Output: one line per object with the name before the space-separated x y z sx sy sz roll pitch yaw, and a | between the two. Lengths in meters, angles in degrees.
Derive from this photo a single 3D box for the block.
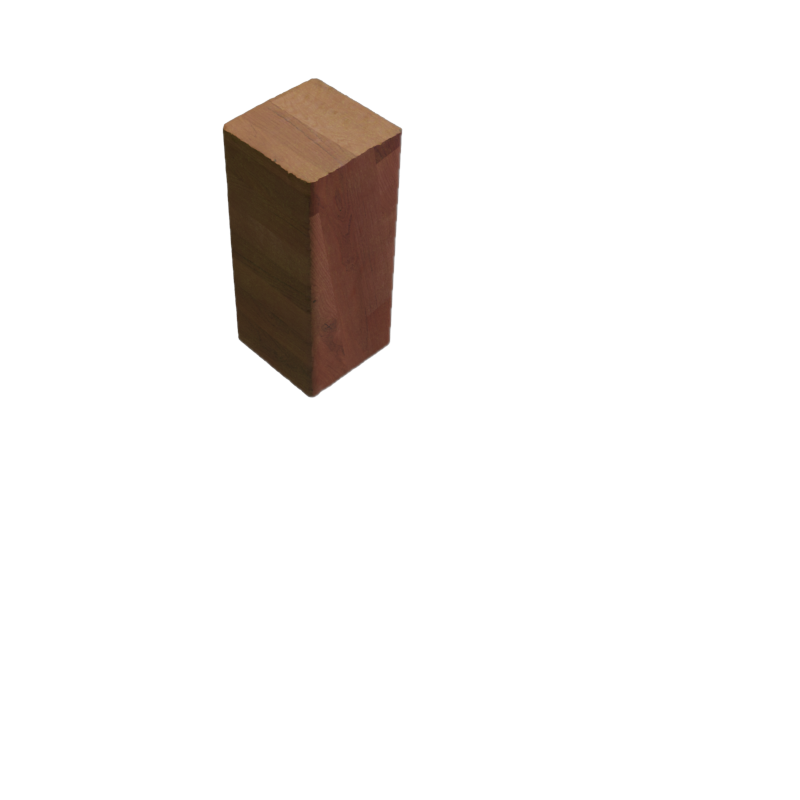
block | -0.064 -0.115 0.809 0.091 0.192 0.097 -34 56 -31
